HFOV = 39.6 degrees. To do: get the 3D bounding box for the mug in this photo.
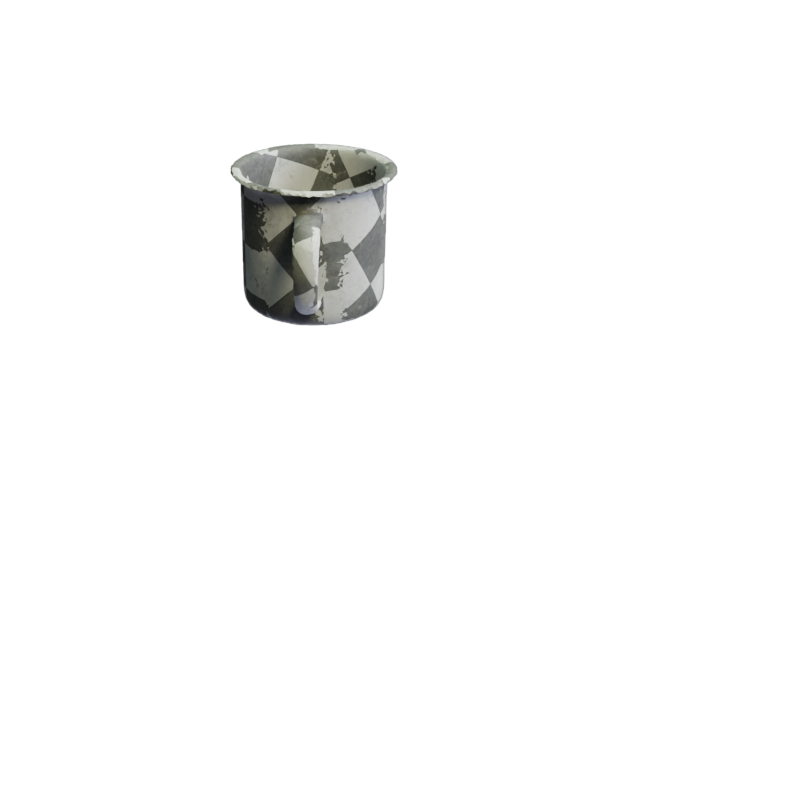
[{"bbox_3d":[-0.049,-0.089,0.621,0.093,0.077,0.124,0,26,-2],"label":"mug"}]
